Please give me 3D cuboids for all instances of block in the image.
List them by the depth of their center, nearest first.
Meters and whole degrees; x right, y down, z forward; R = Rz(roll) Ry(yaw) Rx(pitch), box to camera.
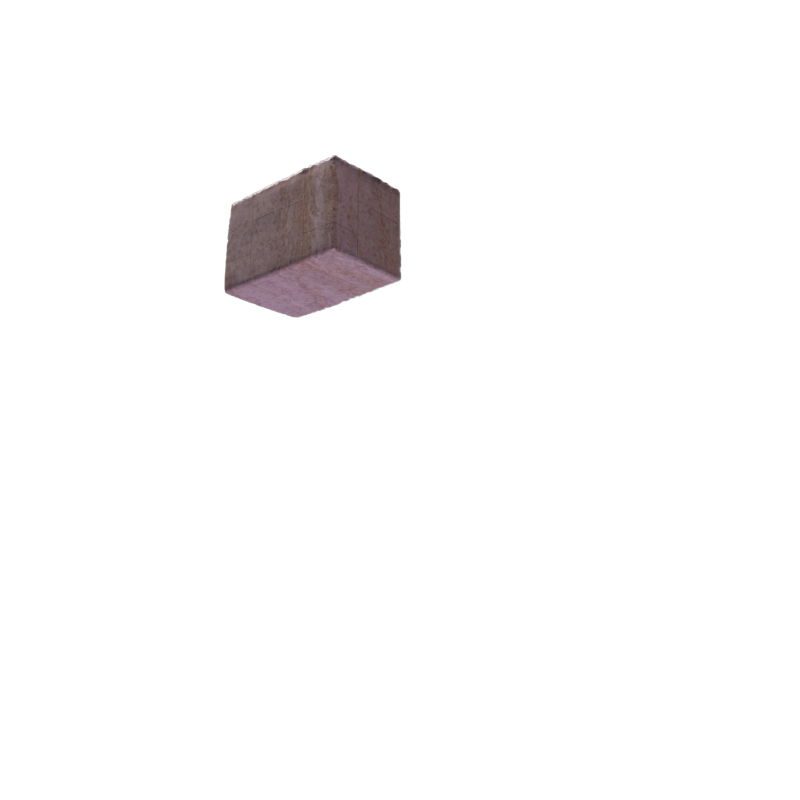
[{"bbox_3d":[-0.044,-0.081,0.567,0.079,0.054,0.049,-17,-27,38],"label":"block"}]
